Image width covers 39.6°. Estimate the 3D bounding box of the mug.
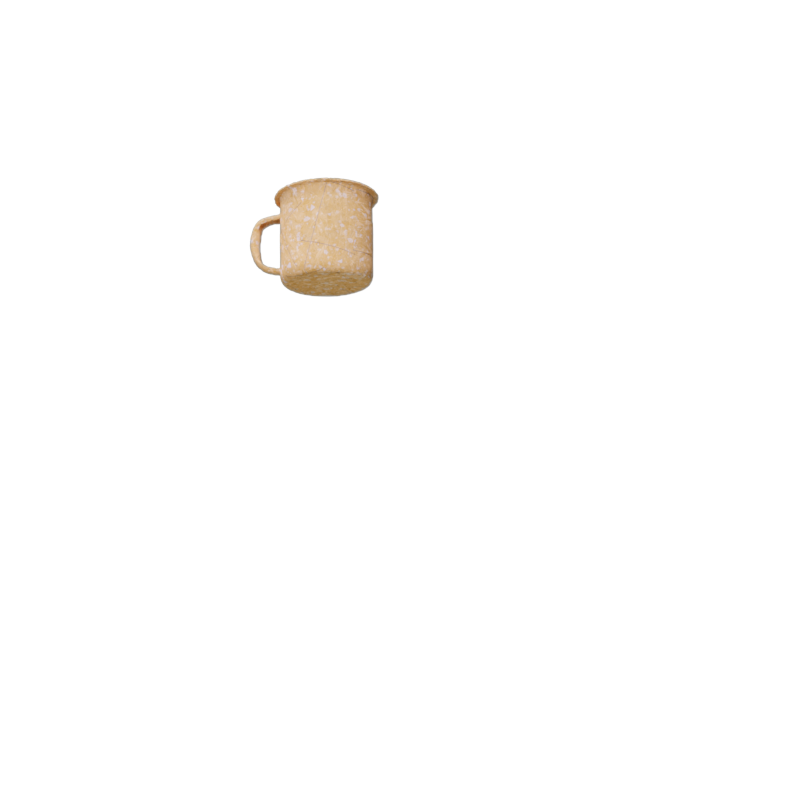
[{"bbox_3d":[-0.077,-0.140,0.977,0.119,0.085,0.088,-4,-16,12],"label":"mug"}]
